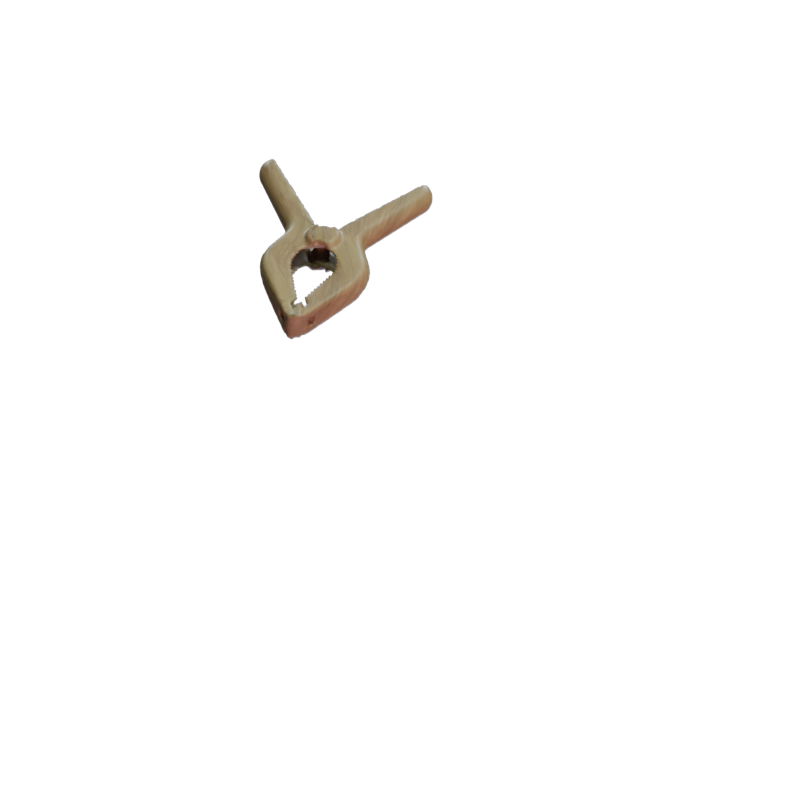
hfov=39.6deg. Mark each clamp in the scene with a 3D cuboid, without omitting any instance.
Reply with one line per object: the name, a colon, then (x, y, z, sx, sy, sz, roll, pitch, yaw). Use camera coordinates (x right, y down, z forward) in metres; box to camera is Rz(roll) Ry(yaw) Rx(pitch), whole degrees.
clamp: (-0.077, -0.140, 0.982, 0.169, 0.034, 0.220, 14, 48, 13)
